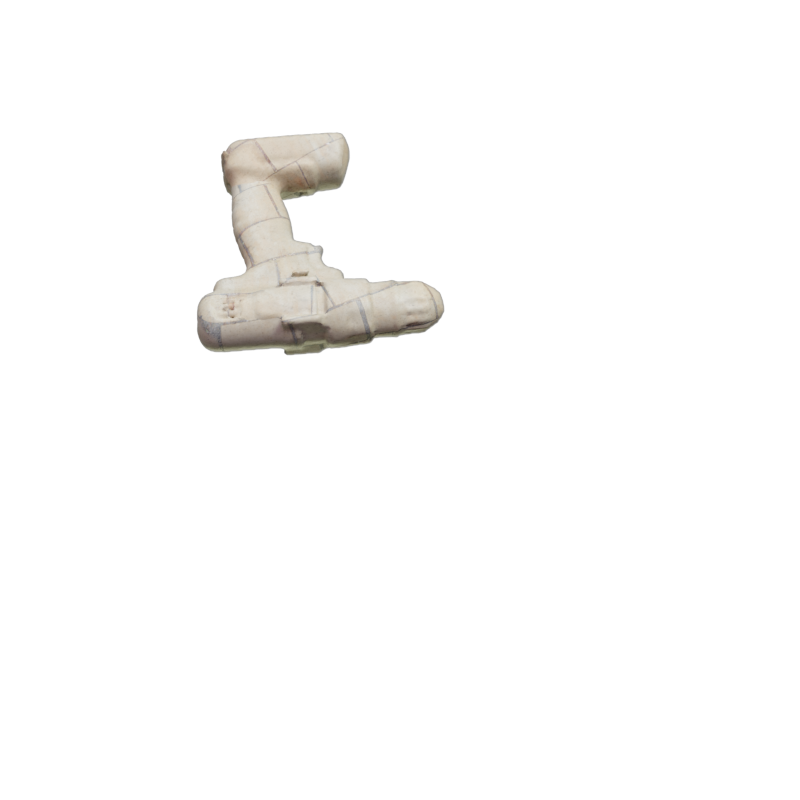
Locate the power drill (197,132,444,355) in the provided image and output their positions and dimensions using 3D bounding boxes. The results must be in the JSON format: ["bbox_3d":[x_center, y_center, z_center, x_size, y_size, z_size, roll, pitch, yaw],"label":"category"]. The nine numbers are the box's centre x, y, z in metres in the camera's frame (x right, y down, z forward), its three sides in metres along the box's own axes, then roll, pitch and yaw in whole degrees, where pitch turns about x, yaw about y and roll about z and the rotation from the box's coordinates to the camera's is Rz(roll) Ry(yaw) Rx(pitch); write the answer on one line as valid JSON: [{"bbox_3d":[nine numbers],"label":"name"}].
[{"bbox_3d":[-0.068,-0.124,0.868,0.184,0.202,0.054,-5,-35,-4],"label":"power drill"}]
